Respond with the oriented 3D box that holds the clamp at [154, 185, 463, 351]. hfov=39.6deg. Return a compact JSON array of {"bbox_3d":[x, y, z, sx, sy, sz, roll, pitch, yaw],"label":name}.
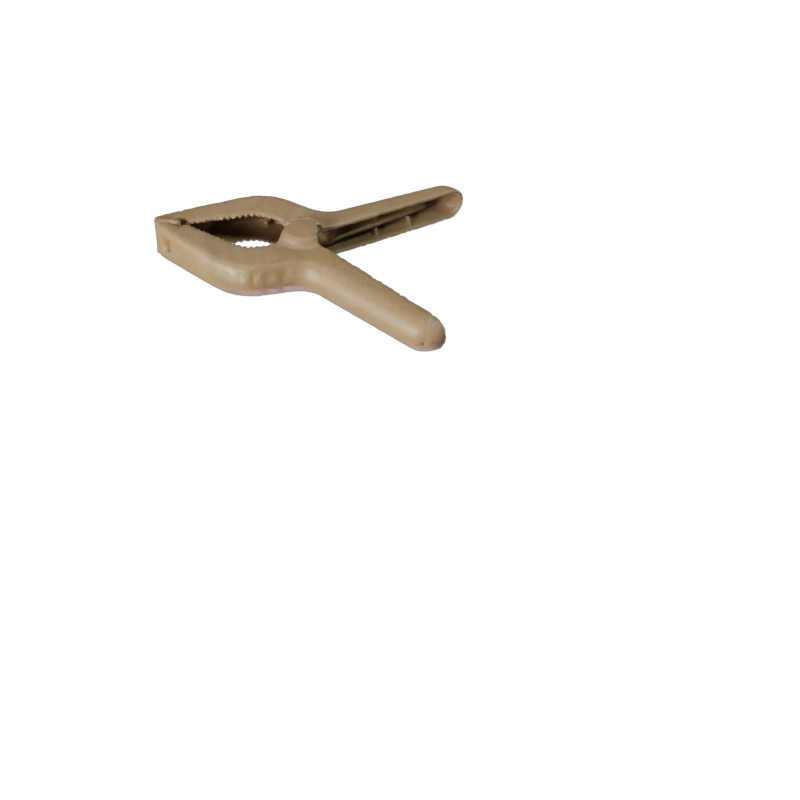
[{"bbox_3d":[-0.058,-0.106,0.744,0.215,0.034,0.172,10,40,12],"label":"clamp"}]
